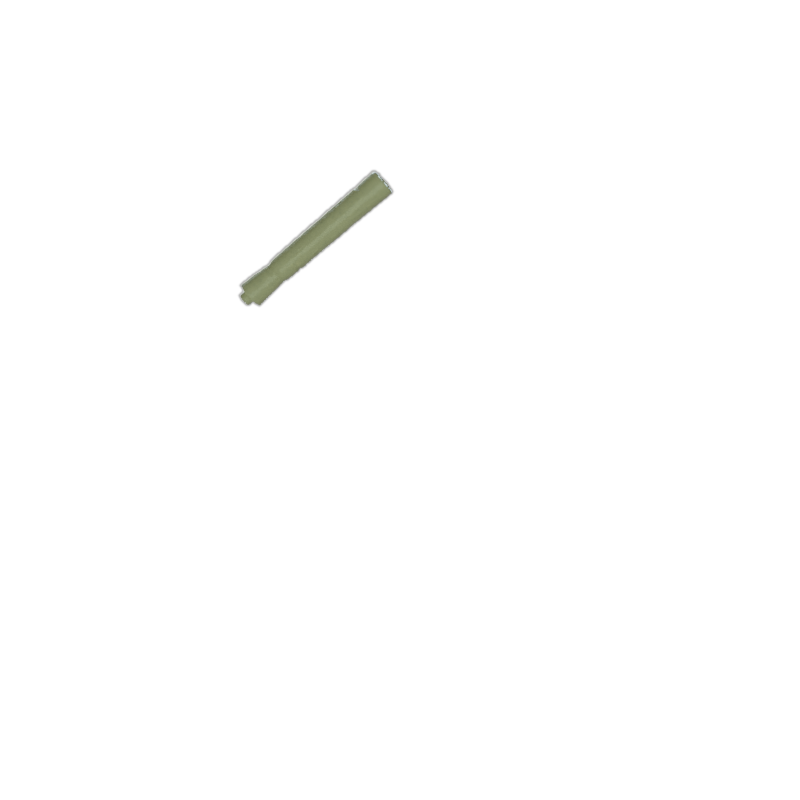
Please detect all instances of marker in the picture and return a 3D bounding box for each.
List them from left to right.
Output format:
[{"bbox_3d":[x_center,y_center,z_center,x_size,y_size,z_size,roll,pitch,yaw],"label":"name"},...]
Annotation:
[{"bbox_3d":[-0.056,-0.103,0.719,0.120,0.020,0.020,-39,-3,9],"label":"marker"}]
